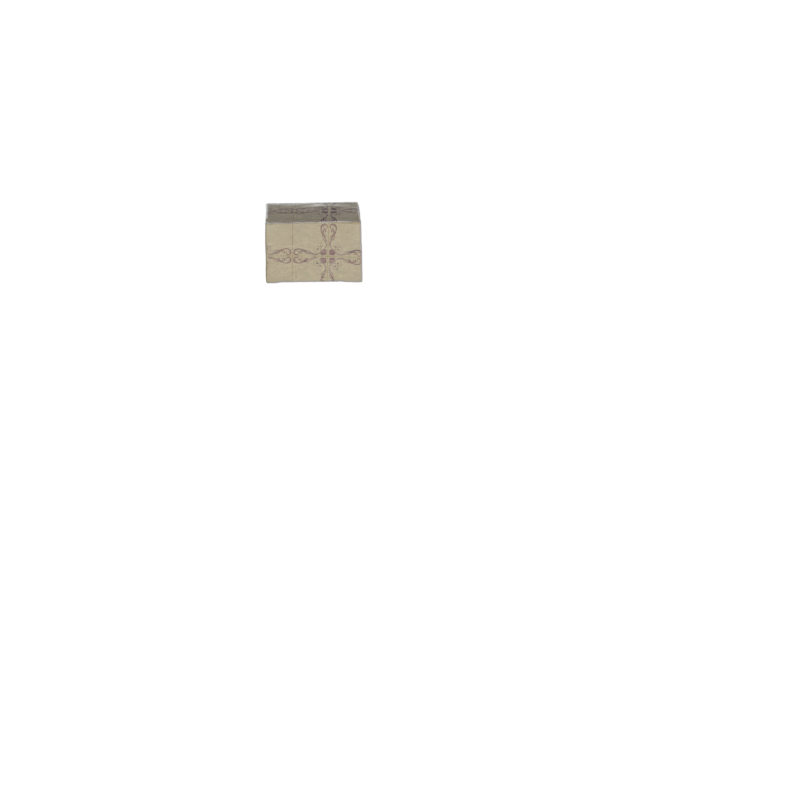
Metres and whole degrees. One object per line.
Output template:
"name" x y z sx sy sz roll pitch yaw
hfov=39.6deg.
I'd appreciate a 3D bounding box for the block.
"block" -0.070 -0.127 0.891 0.078 0.050 0.054 0 25 -1
